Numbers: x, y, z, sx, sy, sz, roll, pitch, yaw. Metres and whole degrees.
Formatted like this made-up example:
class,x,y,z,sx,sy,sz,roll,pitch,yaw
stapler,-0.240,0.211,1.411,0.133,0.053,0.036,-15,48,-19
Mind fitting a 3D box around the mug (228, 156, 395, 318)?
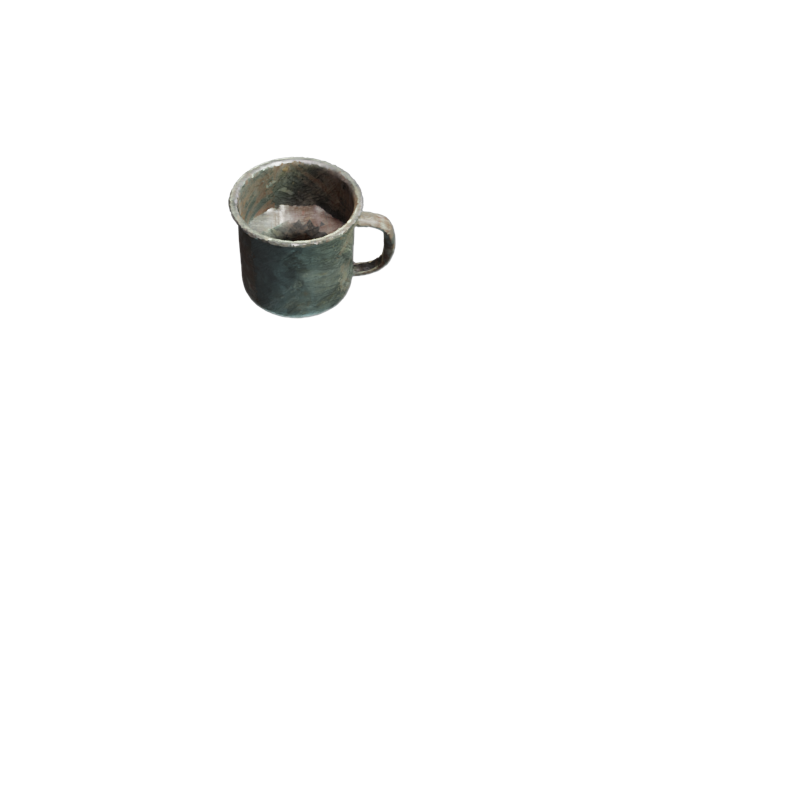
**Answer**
class,x,y,z,sx,sy,sz,roll,pitch,yaw
mug,-0.062,-0.113,0.790,0.117,0.100,0.076,1,-42,-1
